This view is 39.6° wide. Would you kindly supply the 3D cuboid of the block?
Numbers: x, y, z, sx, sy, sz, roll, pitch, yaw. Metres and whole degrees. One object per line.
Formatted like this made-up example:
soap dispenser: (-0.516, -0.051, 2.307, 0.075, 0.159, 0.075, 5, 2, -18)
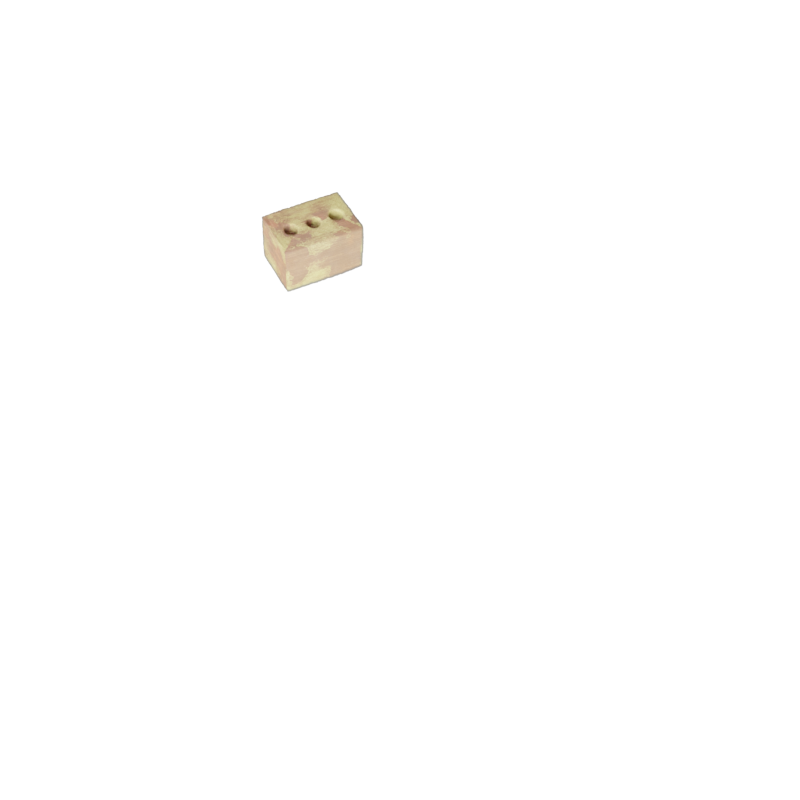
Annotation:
block: (-0.078, -0.142, 0.991, 0.077, 0.057, 0.048, -21, -37, -19)
